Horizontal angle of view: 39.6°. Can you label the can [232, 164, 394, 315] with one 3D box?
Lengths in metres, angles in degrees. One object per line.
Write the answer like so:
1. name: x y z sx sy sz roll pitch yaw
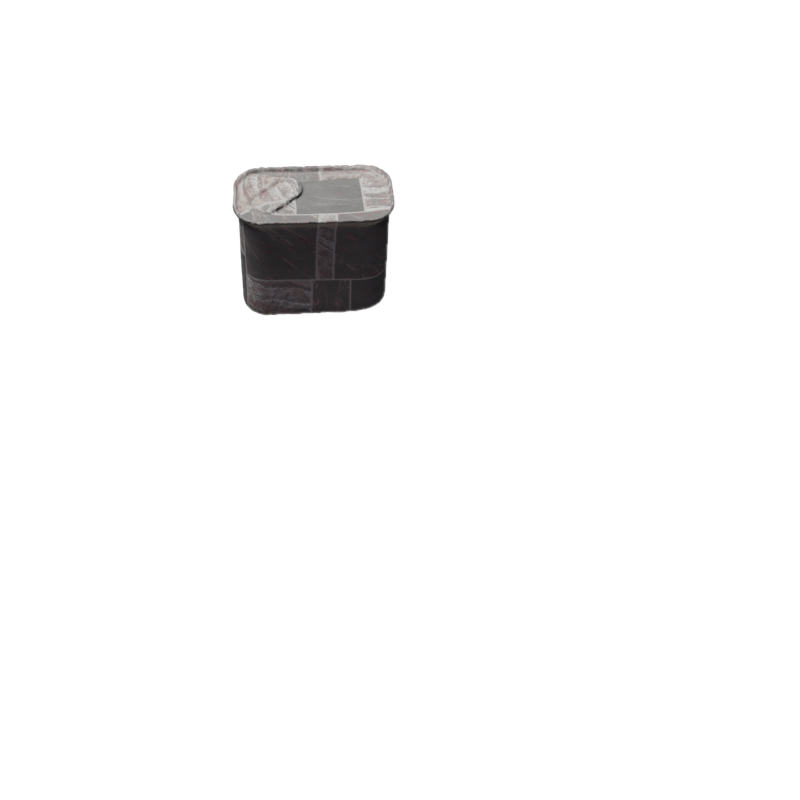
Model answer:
1. can: -0.057 -0.104 0.730 0.101 0.062 0.078 -2 -45 -3
